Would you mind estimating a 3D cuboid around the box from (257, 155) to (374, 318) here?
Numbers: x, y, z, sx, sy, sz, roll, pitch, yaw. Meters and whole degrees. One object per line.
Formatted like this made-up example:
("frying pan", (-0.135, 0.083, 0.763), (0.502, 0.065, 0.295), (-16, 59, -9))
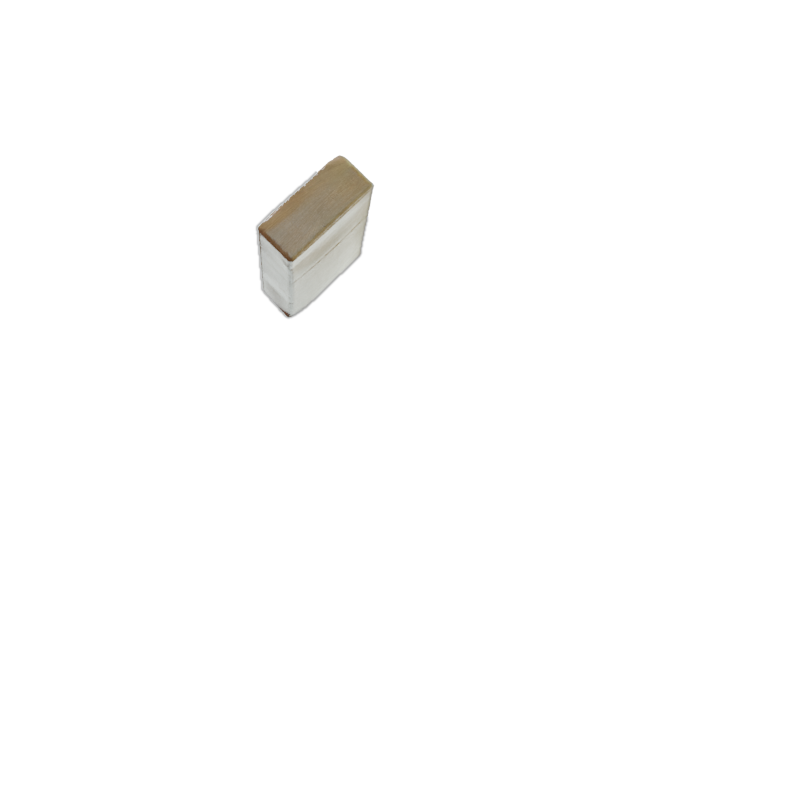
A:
("box", (-0.073, -0.133, 0.932), (0.094, 0.049, 0.170), (-44, -7, -13))
